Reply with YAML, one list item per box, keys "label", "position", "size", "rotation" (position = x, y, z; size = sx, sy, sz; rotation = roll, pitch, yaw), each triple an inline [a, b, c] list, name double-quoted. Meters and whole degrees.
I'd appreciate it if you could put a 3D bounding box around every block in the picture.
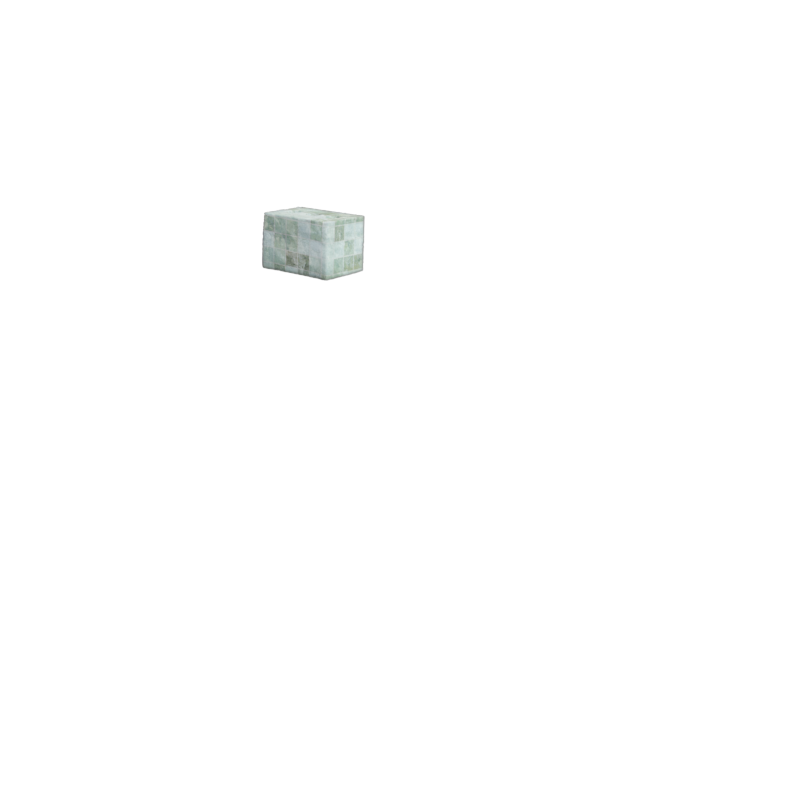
- label: "block"
  position: [-0.077, -0.140, 0.979]
  size: [0.082, 0.050, 0.052]
  rotation: [13, 20, 37]
